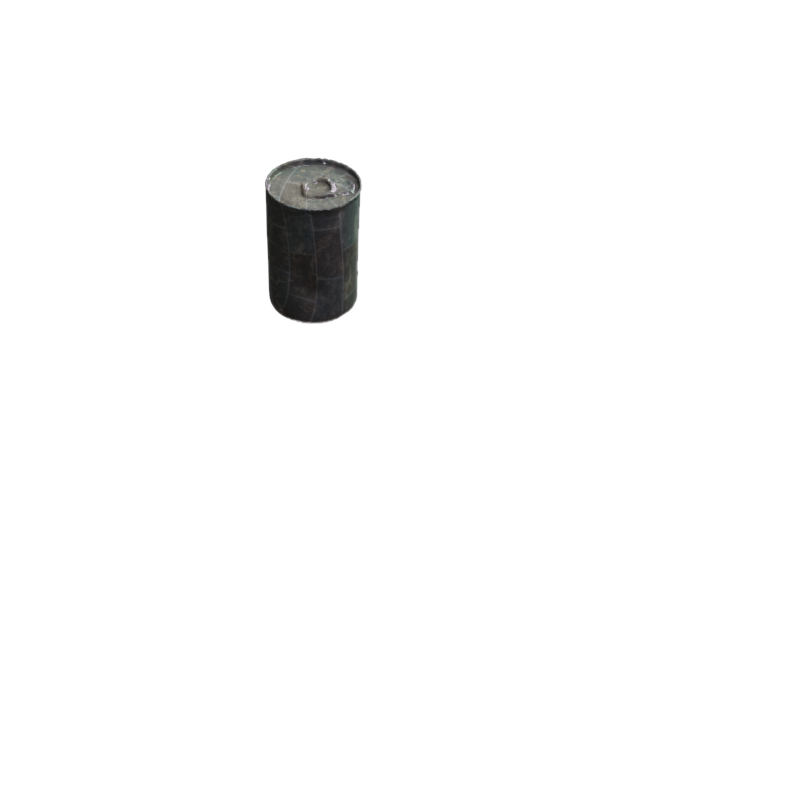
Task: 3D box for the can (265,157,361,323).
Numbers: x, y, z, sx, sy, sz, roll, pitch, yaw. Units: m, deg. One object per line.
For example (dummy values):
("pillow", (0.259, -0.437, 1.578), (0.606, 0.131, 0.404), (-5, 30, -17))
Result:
("can", (-0.063, -0.115, 0.804), (0.068, 0.095, 0.073), (0, 39, -3))
